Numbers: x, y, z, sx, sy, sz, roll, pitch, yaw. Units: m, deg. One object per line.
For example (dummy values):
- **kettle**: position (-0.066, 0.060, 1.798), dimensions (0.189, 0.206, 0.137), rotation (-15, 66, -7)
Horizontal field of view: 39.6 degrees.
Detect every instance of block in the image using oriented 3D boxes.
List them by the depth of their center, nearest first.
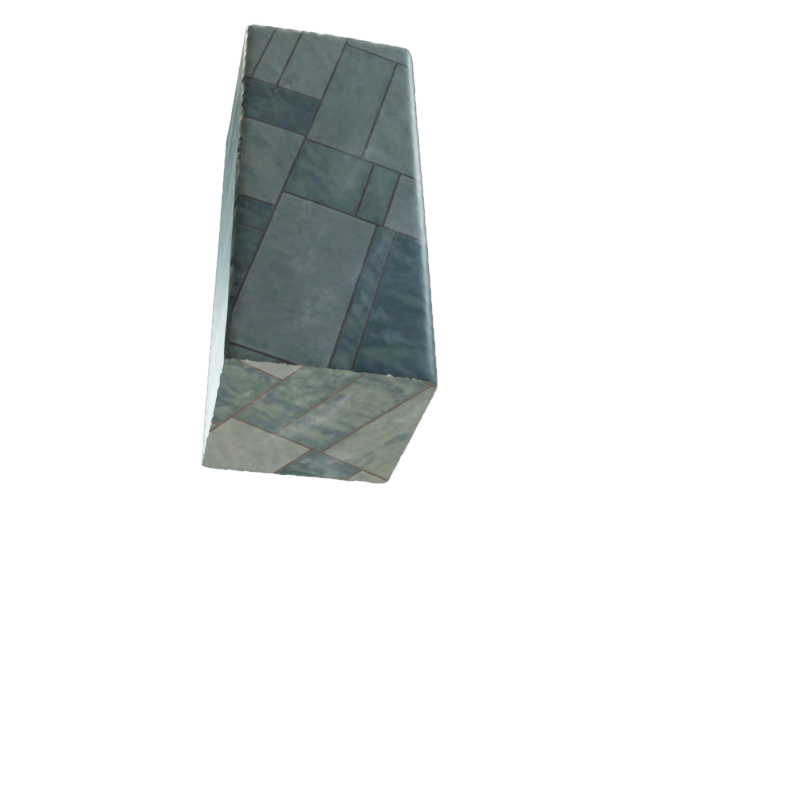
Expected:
- **block**: position (-0.041, -0.077, 0.539), dimensions (0.089, 0.221, 0.086), rotation (6, -38, -12)
